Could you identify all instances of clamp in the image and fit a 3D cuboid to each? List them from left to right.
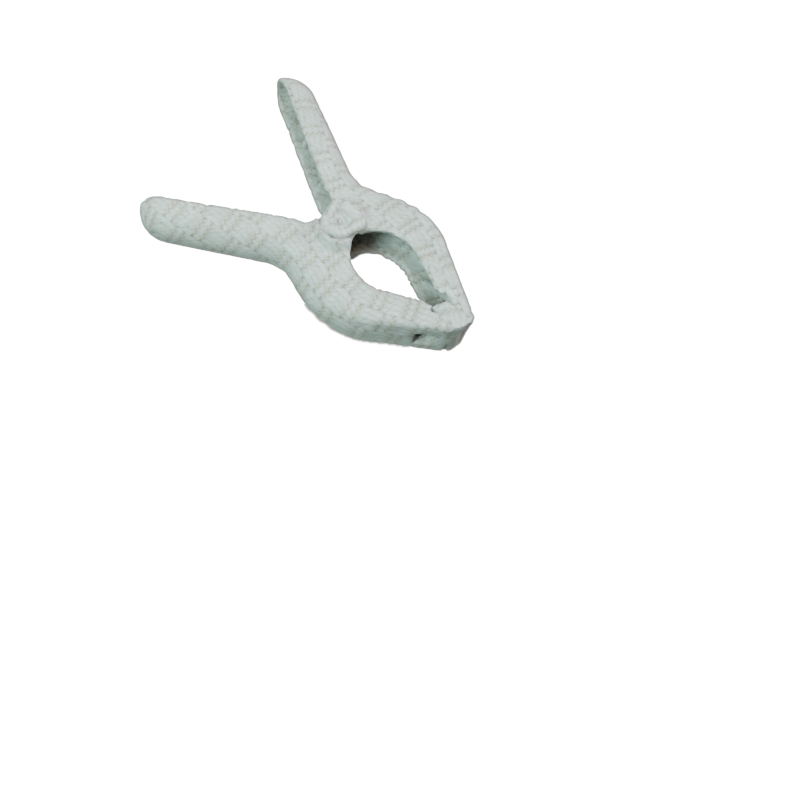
[{"bbox_3d":[-0.044,-0.080,0.559,0.121,0.180,0.037,-39,-19,-17],"label":"clamp"}]
